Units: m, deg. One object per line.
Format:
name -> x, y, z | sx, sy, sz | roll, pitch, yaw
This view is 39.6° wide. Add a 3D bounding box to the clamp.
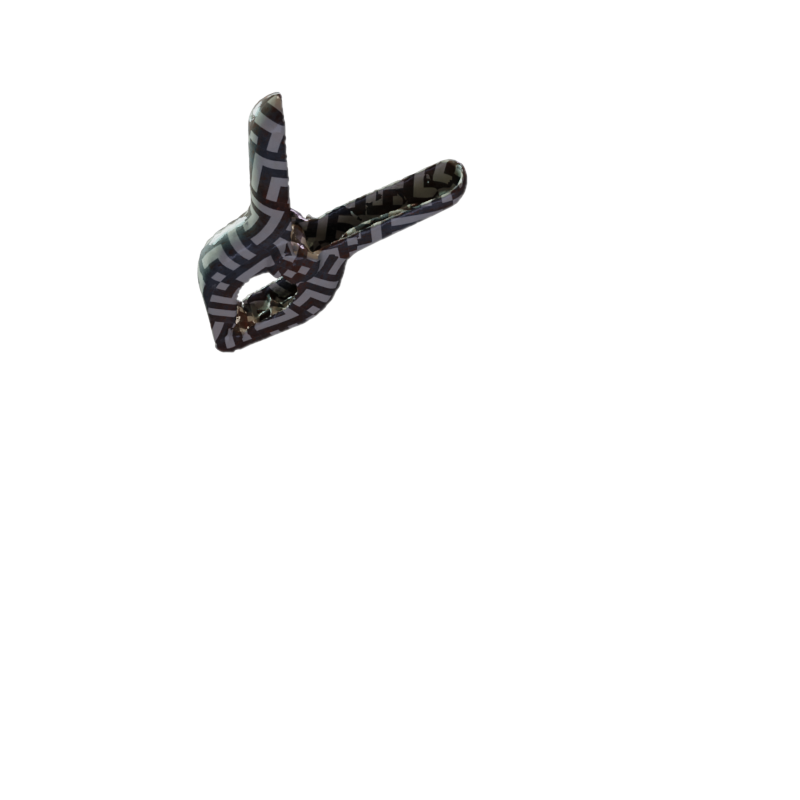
clamp -> -0.046, -0.084, 0.586 | 0.116, 0.042, 0.165 | 16, -42, -19
